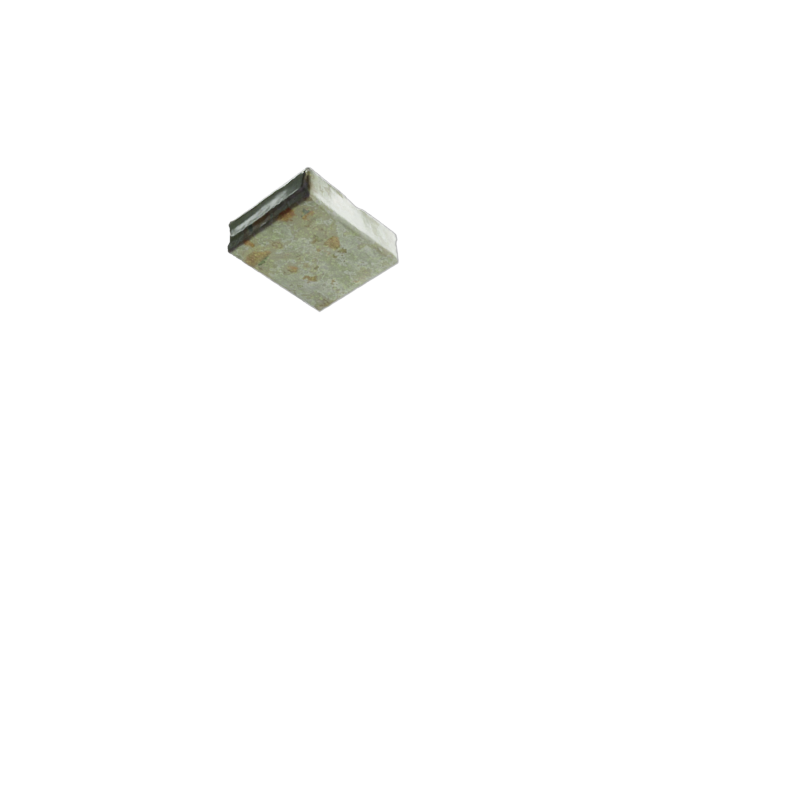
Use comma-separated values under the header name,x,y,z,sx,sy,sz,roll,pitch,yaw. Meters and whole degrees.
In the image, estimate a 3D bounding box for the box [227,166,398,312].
name,x,y,z,sx,sy,sz,roll,pitch,yaw
box,-0.057,-0.104,0.726,0.073,0.032,0.083,-31,-49,31
